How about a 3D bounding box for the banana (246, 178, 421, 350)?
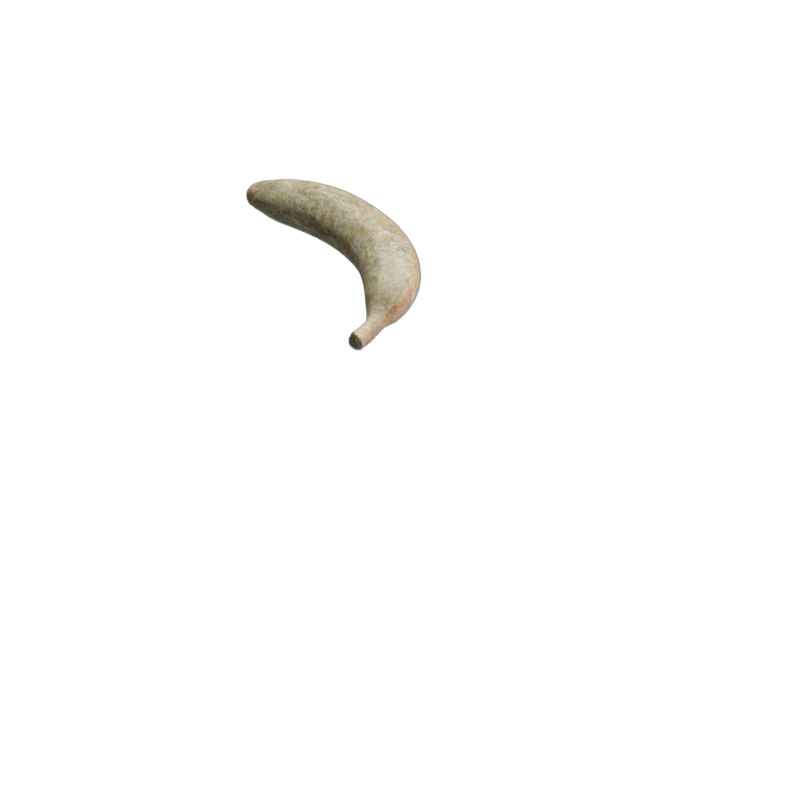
[{"bbox_3d":[-0.037,-0.102,0.706,0.068,0.034,0.214,-13,36,-19],"label":"banana"}]
